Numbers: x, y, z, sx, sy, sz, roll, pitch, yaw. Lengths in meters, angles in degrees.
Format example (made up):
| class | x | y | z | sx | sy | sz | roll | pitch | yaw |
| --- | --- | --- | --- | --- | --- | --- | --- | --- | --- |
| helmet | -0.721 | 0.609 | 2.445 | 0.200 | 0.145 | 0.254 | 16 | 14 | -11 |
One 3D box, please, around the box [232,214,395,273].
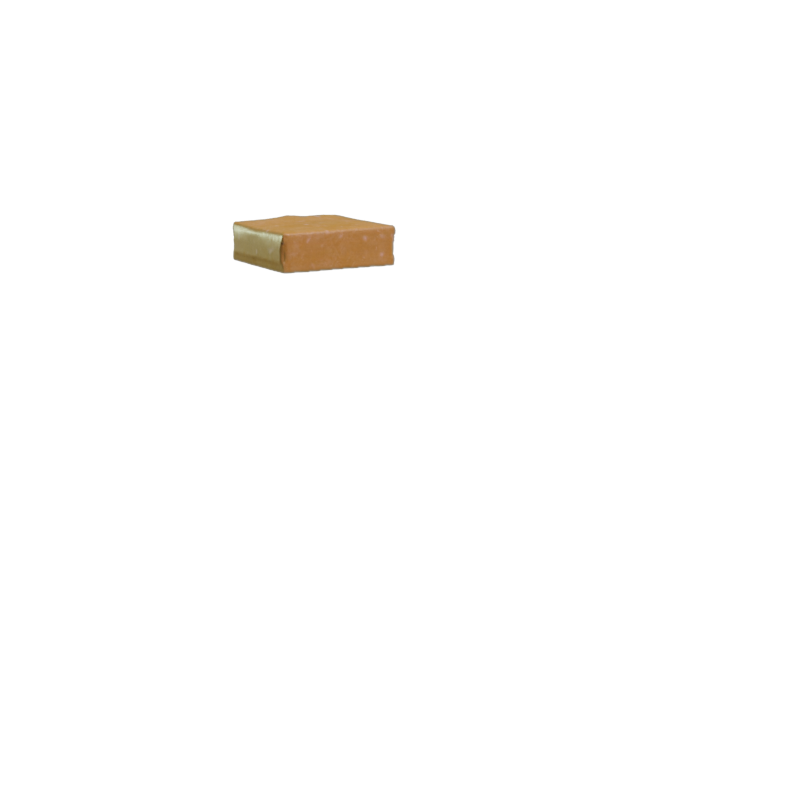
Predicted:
| class | x | y | z | sx | sy | sz | roll | pitch | yaw |
| --- | --- | --- | --- | --- | --- | --- | --- | --- | --- |
| box | -0.059 | -0.108 | 0.758 | 0.087 | 0.029 | 0.077 | -9 | 18 | -32 |
